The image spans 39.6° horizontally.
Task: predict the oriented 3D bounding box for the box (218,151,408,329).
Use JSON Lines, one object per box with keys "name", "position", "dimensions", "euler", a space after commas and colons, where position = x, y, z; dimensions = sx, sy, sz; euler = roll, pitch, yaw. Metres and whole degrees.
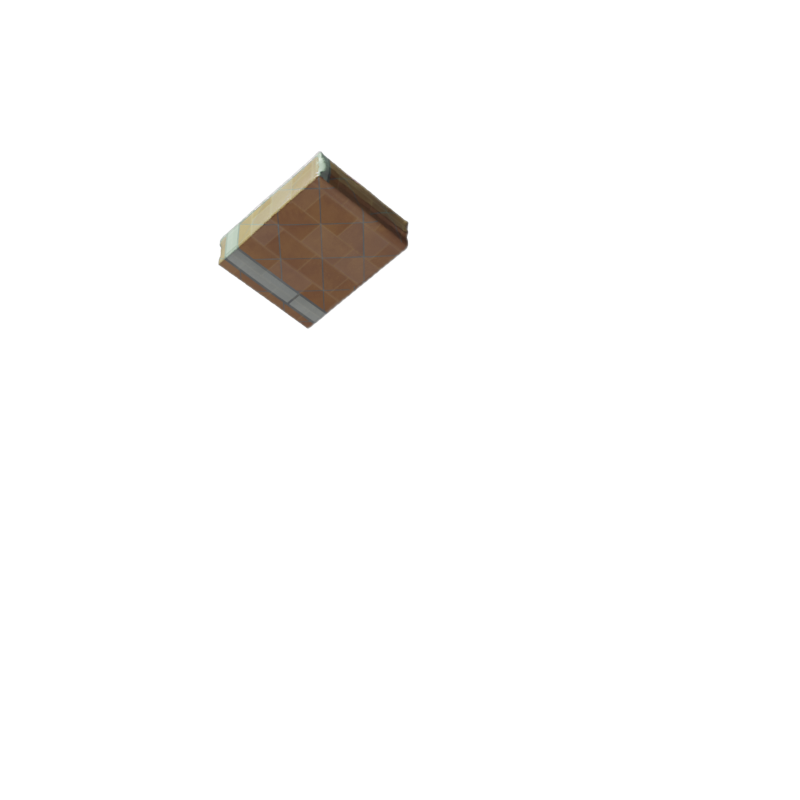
{"name": "box", "position": [-0.051, -0.093, 0.650], "dimensions": [0.069, 0.032, 0.088], "euler": [37, -60, -27]}
